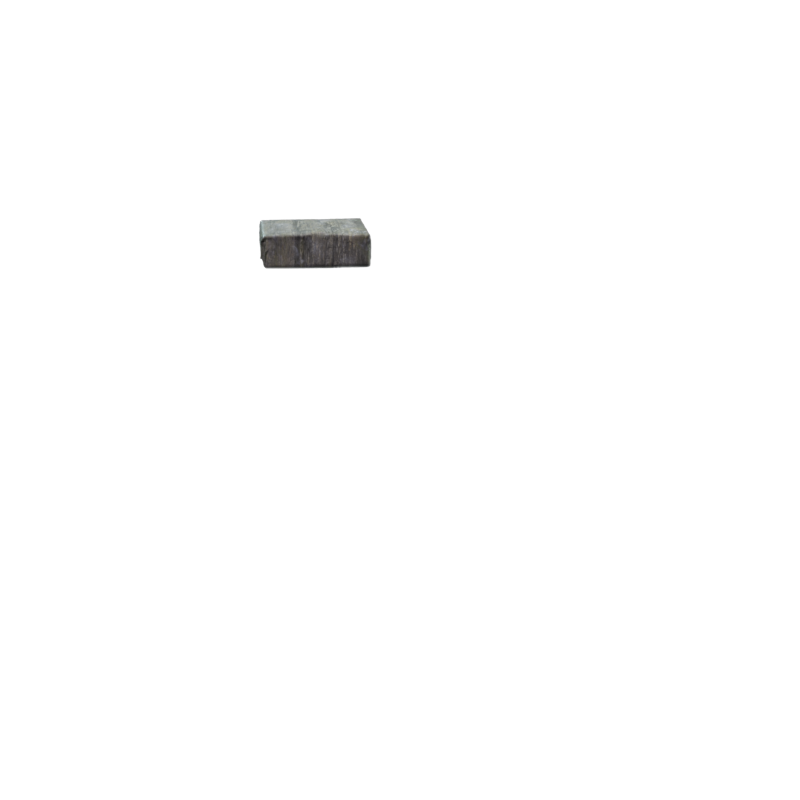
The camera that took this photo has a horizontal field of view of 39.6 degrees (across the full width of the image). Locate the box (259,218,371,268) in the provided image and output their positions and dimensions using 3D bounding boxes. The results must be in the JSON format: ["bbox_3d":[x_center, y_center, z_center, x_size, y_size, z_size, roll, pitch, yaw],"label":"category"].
[{"bbox_3d":[-0.072,-0.131,0.919,0.089,0.029,0.076,-2,18,-5],"label":"box"}]
